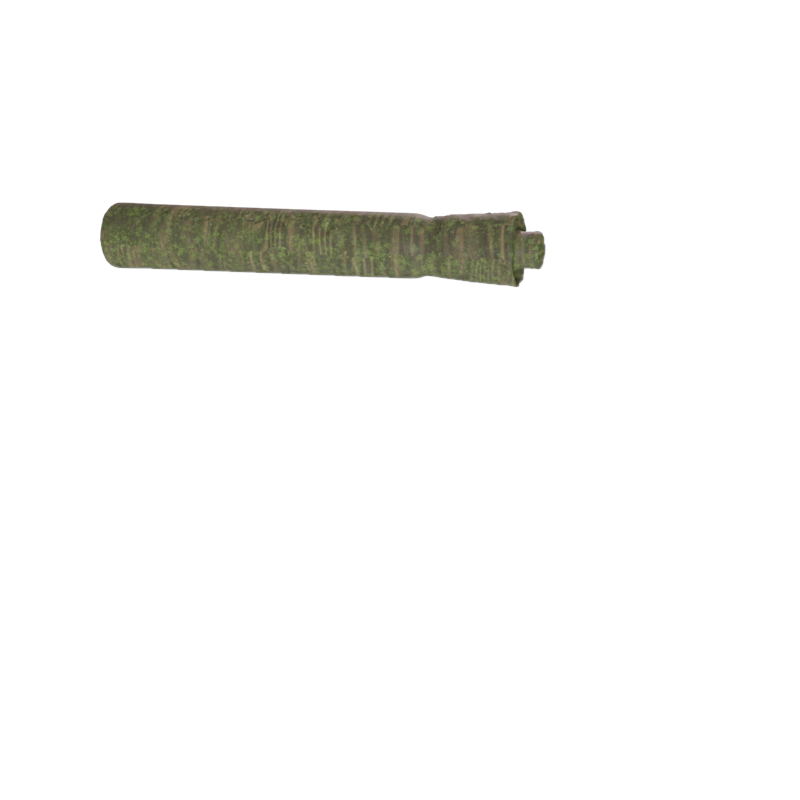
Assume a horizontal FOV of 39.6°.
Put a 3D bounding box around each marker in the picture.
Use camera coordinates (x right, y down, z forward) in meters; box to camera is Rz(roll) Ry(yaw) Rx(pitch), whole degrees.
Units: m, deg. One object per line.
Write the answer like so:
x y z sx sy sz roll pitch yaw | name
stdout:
-0.023 -0.042 0.294 0.124 0.020 0.019 5 5 21 | marker
